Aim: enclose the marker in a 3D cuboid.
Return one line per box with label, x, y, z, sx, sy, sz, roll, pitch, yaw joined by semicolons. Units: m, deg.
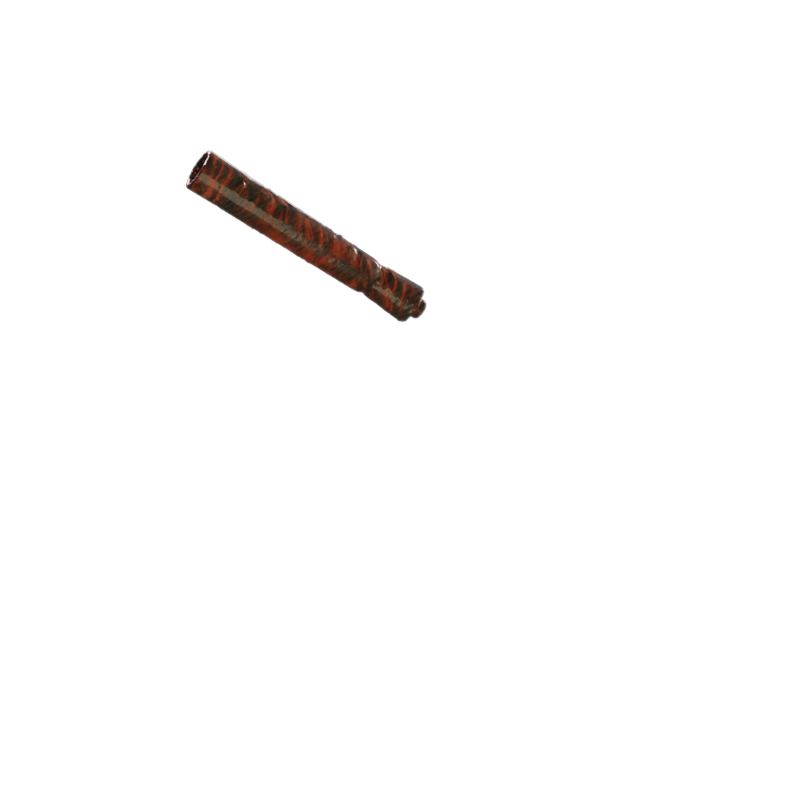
marker;-0.038;-0.069;0.482;0.116;0.020;0.020;31;-8;-19
